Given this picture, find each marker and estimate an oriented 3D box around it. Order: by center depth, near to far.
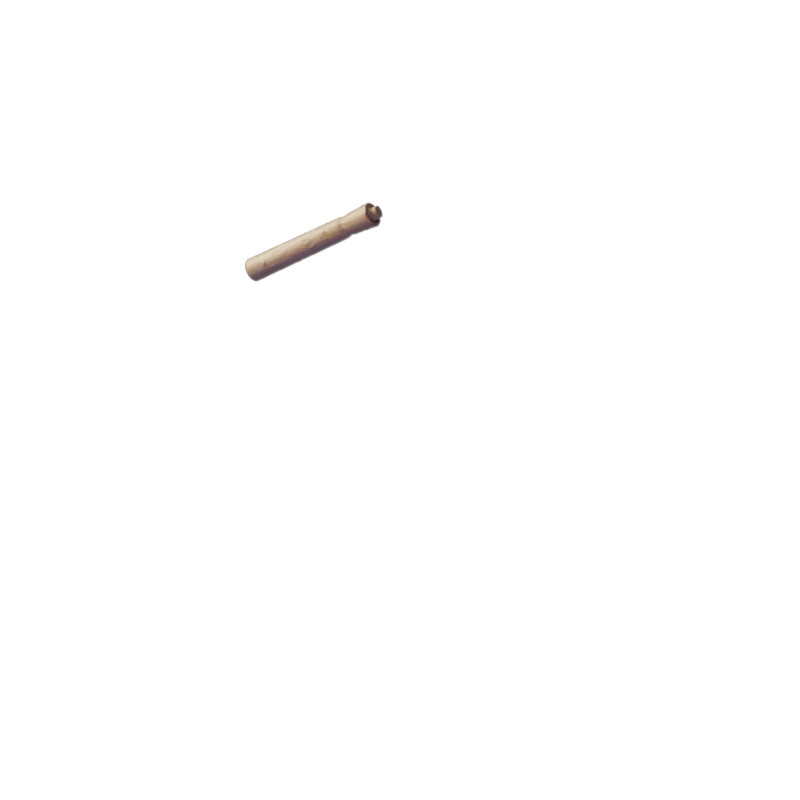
[{"bbox_3d":[-0.064,-0.118,0.824,0.122,0.020,0.019,-20,-7,31],"label":"marker"}]
